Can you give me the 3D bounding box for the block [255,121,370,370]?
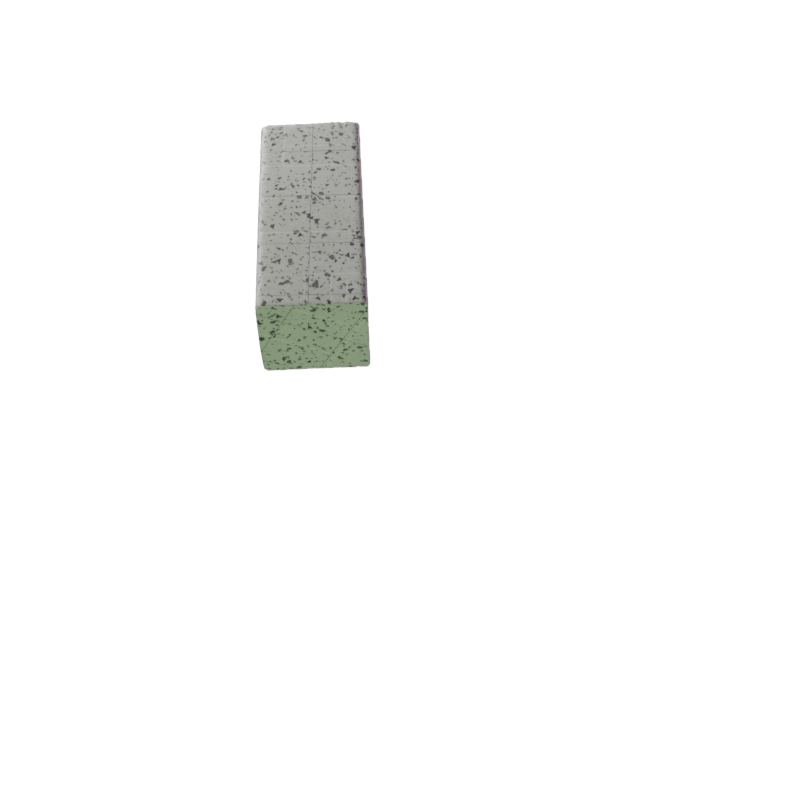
[{"bbox_3d":[-0.075,-0.137,0.959,0.091,0.221,0.084,-3,-38,0],"label":"block"}]
